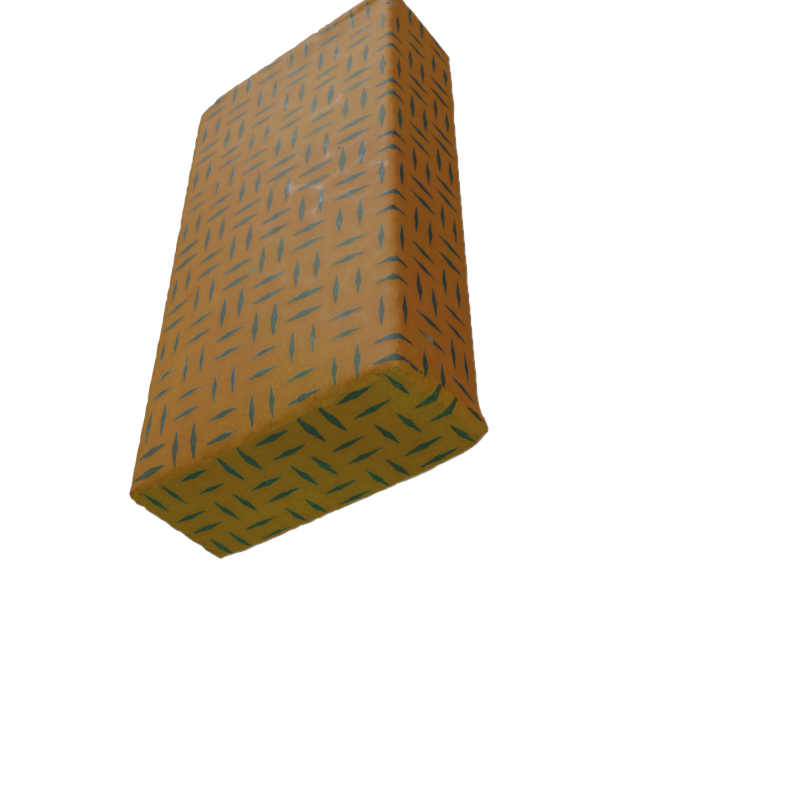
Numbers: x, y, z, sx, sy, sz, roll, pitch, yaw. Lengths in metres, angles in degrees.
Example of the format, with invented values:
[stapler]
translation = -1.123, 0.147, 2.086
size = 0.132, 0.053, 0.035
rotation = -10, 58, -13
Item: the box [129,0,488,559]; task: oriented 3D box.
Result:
[box]
translation = -0.028, -0.050, 0.349
size = 0.093, 0.189, 0.045
rotation = -27, -47, 24
